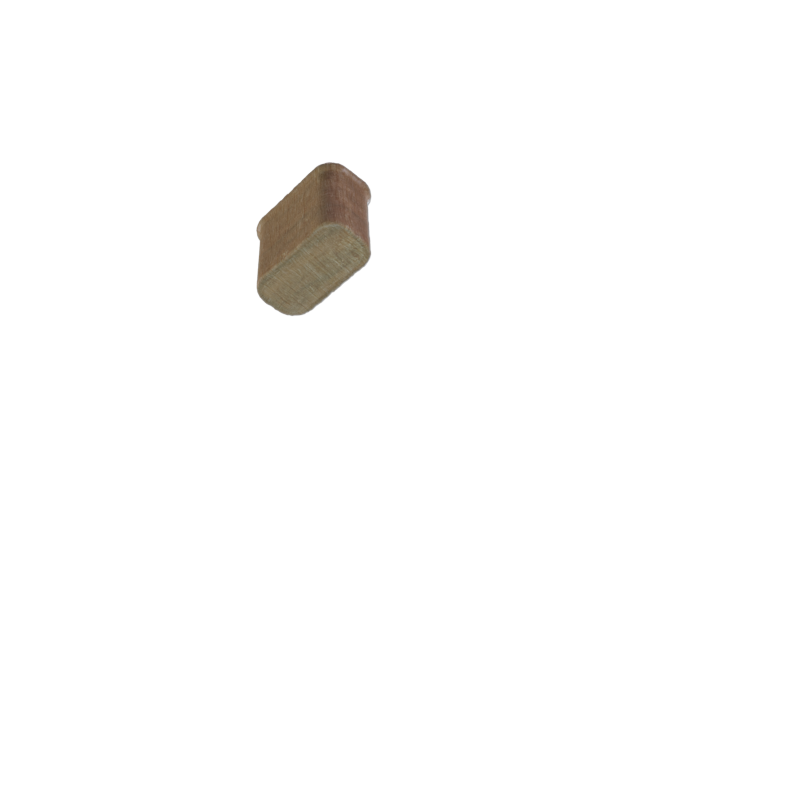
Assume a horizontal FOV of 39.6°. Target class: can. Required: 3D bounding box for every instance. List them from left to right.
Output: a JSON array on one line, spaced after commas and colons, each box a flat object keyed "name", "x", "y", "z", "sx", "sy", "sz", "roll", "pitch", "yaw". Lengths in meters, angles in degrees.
[{"name": "can", "x": -0.069, "y": -0.126, "z": 0.885, "sx": 0.054, "sy": 0.090, "sz": 0.101, "roll": 36, "pitch": -61, "yaw": -28}]
